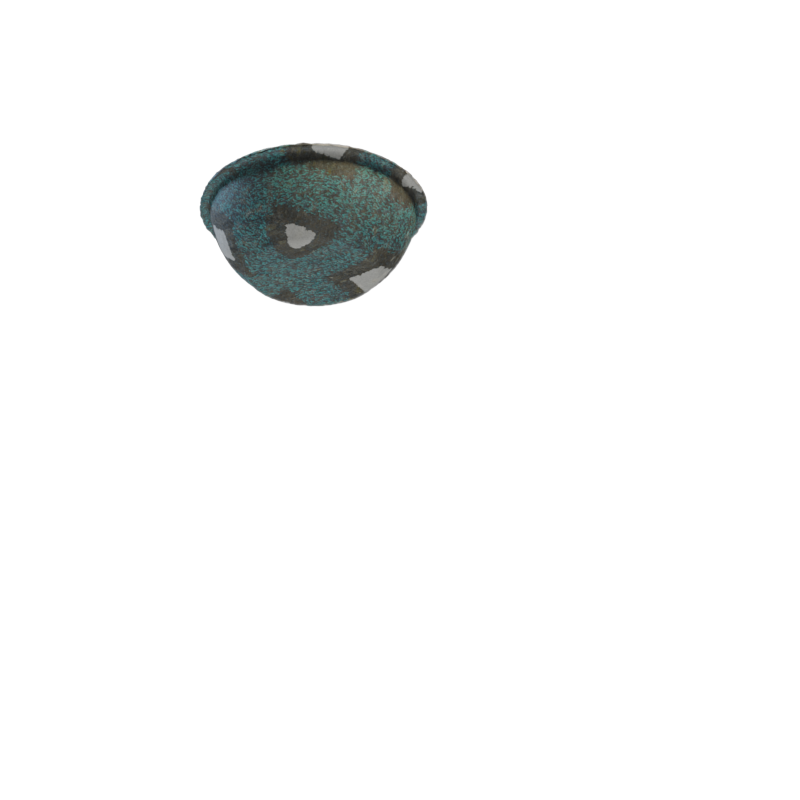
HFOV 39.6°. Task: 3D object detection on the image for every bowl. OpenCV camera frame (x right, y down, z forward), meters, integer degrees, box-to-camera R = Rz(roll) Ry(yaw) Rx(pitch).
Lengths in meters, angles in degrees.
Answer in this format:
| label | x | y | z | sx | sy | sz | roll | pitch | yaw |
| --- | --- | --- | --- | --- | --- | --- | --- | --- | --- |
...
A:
| label | x | y | z | sx | sy | sz | roll | pitch | yaw |
| --- | --- | --- | --- | --- | --- | --- | --- | --- | --- |
| bowl | -0.061 | -0.111 | 0.776 | 0.162 | 0.058 | 0.153 | 1 | -26 | -2 |
